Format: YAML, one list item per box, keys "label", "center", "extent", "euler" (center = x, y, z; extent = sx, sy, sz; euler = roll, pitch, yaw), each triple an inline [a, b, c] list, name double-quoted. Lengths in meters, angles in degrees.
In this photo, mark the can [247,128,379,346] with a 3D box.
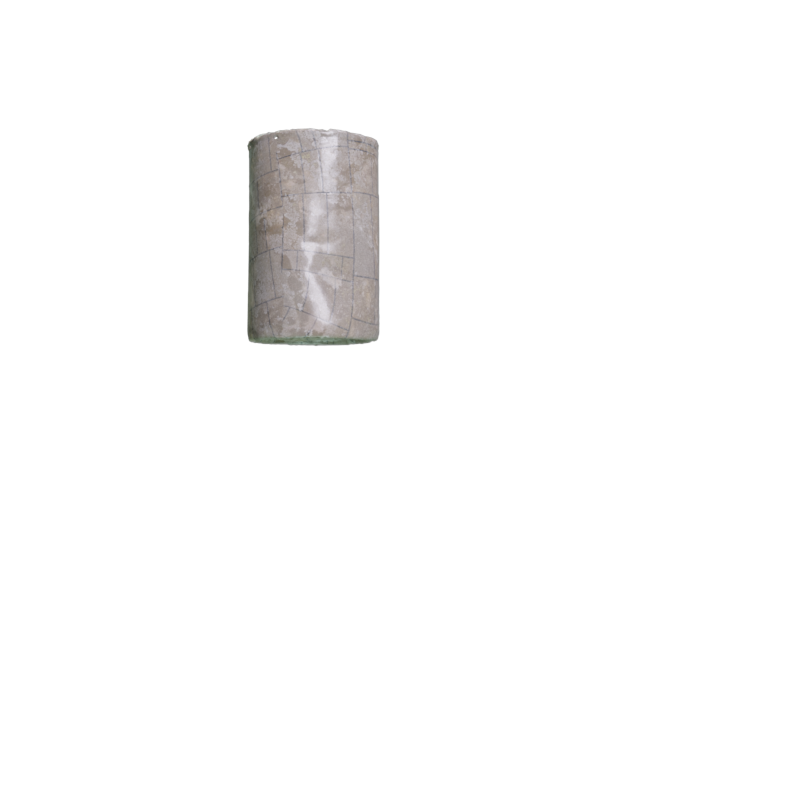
- label: "can"
  center: [-0.044, -0.081, 0.564]
  extent: [0.068, 0.104, 0.067]
  euler: [0, -6, -2]
